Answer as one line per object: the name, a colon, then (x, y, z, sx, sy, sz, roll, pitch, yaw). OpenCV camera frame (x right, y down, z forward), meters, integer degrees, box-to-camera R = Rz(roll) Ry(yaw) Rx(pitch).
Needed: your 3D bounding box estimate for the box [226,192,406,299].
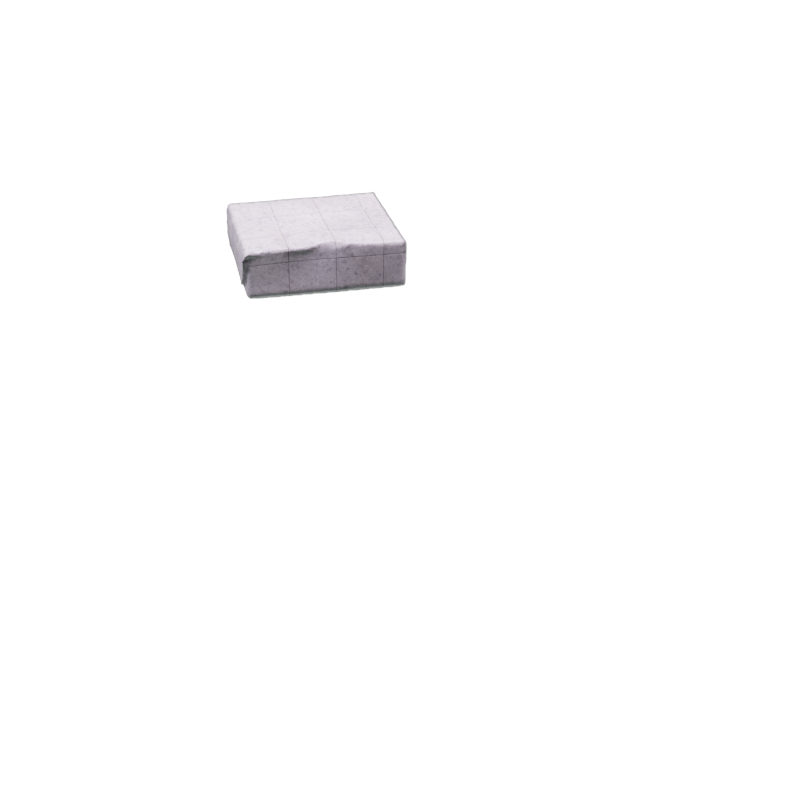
box: (-0.048, -0.088, 0.614, 0.088, 0.028, 0.078, -6, 30, -11)
